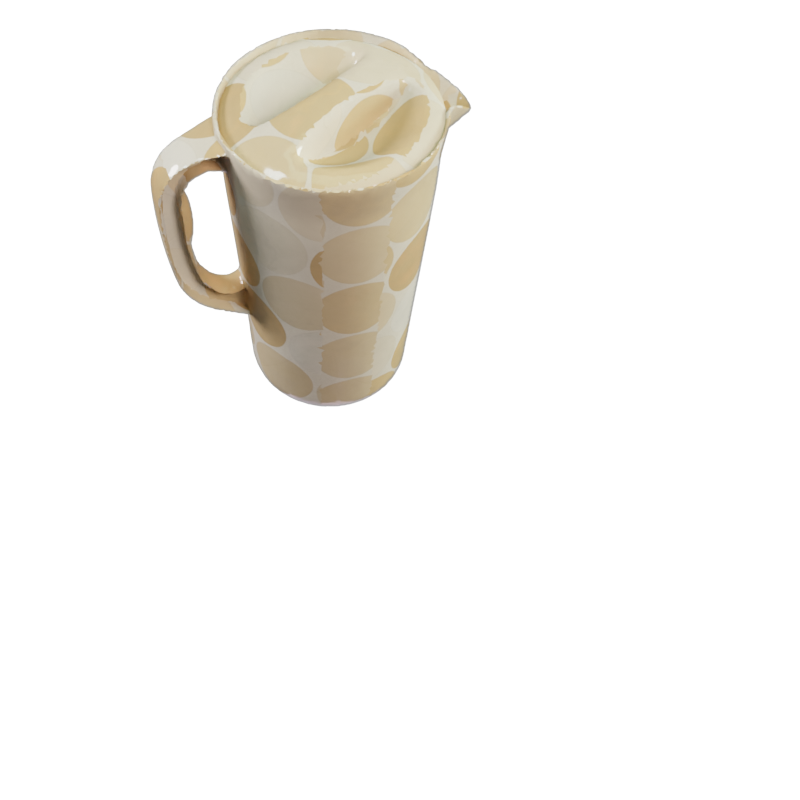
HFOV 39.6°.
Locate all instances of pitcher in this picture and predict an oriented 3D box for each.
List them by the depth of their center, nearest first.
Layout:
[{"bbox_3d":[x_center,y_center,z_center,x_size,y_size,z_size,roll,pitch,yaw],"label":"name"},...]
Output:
[{"bbox_3d":[-0.055,-0.100,0.700,0.154,0.150,0.227,22,-34,13],"label":"pitcher"}]
